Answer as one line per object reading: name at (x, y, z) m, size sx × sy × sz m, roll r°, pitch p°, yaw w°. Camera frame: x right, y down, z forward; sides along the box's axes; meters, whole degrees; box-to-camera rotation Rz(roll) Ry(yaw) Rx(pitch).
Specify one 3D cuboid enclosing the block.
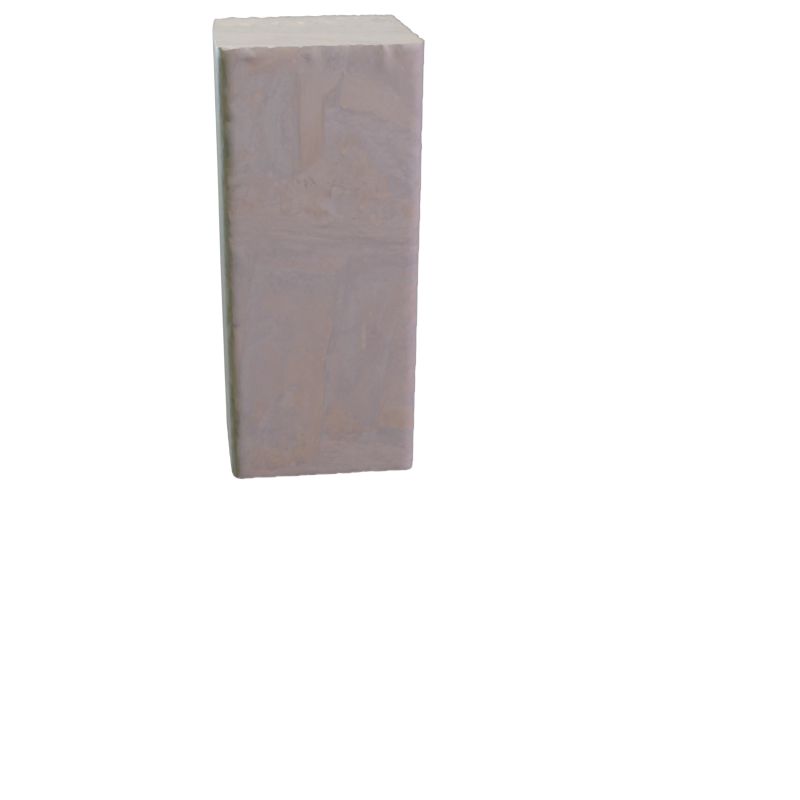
block at (-0.042, -0.076, 0.537) m, size 0.090 × 0.197 × 0.095 m, roll -2°, pitch 22°, yaw -8°
